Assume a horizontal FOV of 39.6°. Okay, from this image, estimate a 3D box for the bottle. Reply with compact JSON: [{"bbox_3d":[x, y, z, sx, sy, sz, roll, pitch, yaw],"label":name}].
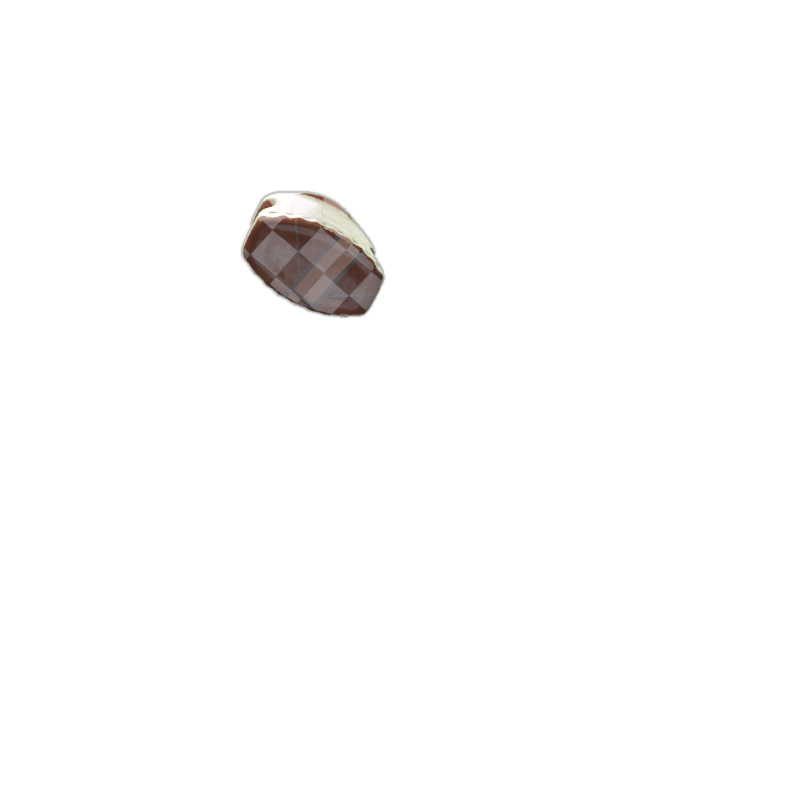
[{"bbox_3d":[-0.065,-0.118,0.826,0.094,0.057,0.199,23,15,-10],"label":"bottle"}]
